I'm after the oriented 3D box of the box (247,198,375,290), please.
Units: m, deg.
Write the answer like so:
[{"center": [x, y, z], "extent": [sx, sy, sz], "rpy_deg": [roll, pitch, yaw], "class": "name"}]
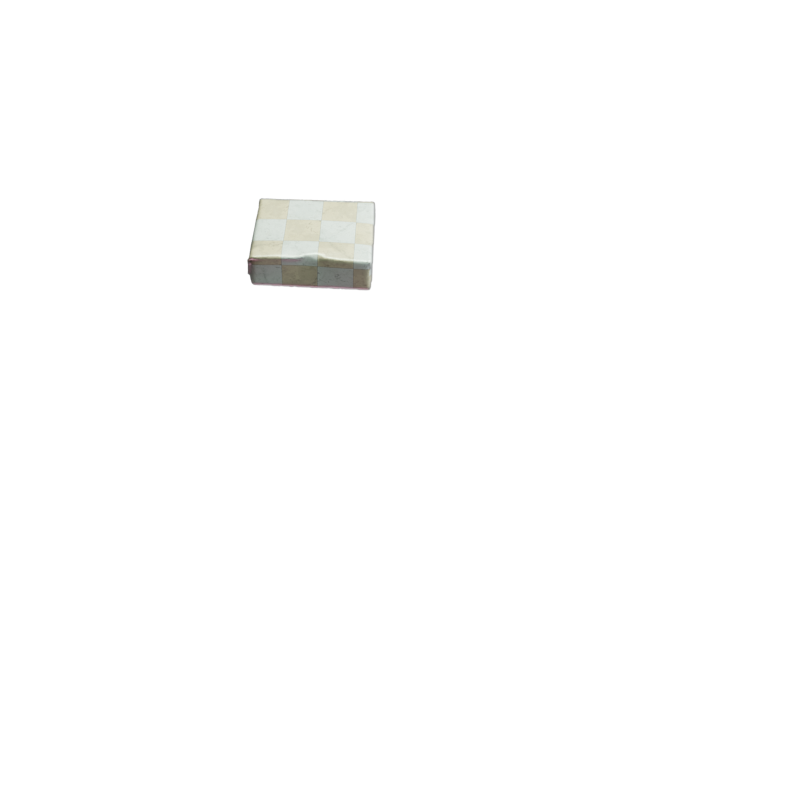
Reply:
[{"center": [-0.064, -0.116, 0.813], "extent": [0.090, 0.028, 0.078], "rpy_deg": [2, 42, 2], "class": "box"}]
